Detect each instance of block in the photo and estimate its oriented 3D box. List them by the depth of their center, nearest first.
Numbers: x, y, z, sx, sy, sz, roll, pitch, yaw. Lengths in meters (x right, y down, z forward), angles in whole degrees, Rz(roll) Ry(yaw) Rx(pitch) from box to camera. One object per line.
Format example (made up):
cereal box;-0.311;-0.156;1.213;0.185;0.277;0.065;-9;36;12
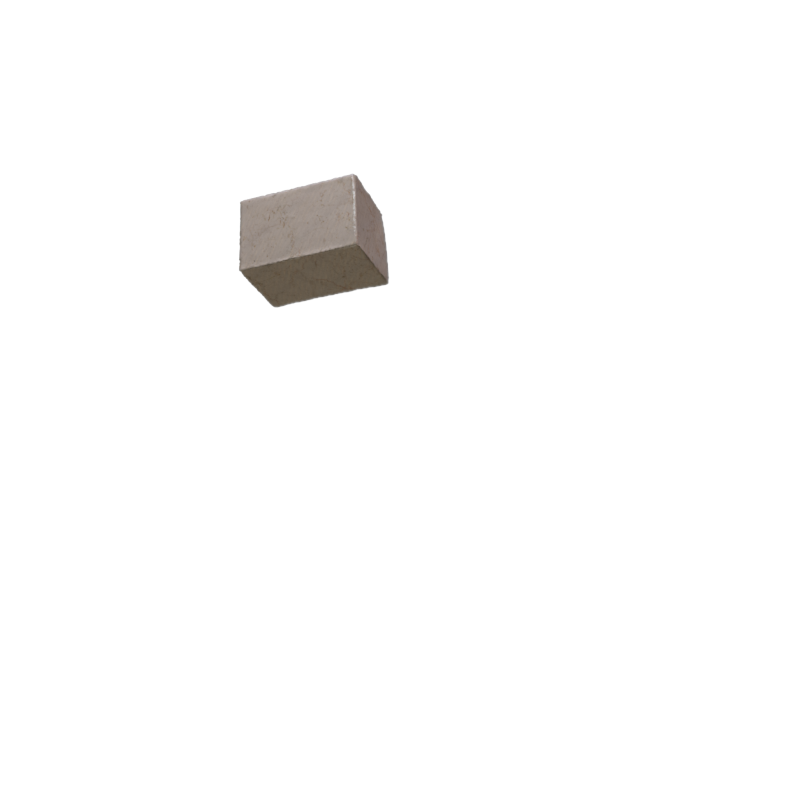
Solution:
block;-0.053;-0.096;0.671;0.079;0.054;0.049;-10;-29;18
